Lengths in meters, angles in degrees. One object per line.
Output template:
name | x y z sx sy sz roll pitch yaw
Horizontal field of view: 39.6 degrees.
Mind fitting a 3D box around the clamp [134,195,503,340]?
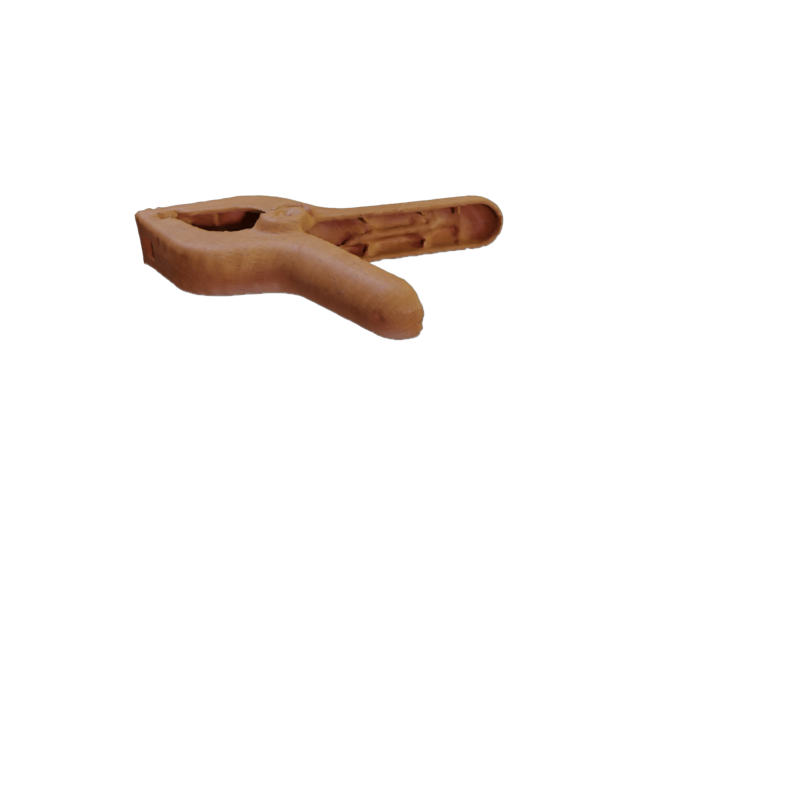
clamp | -0.040 -0.073 0.511 0.180 0.037 0.120 15 28 30
